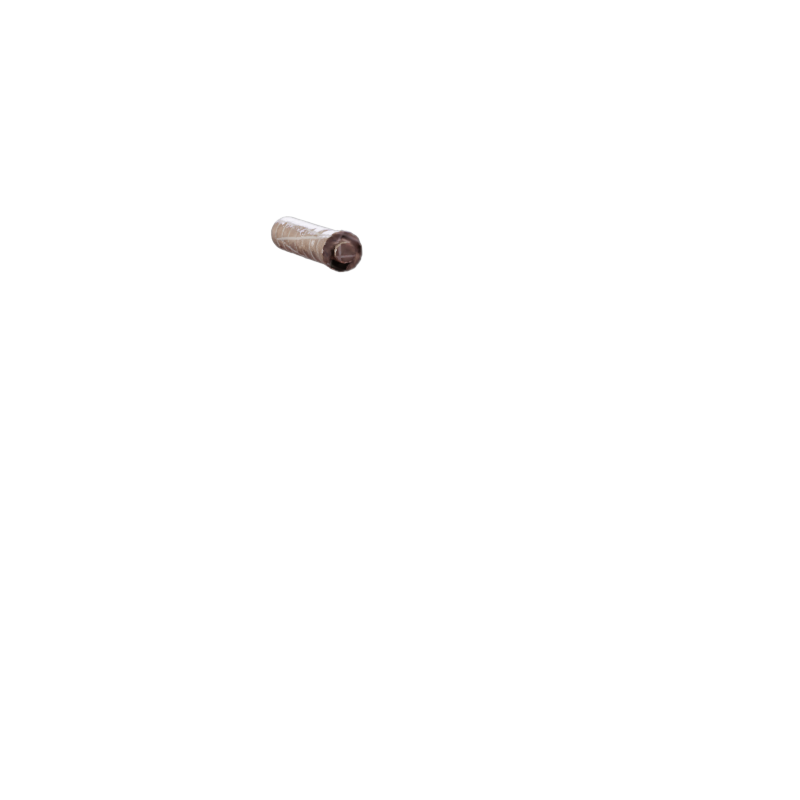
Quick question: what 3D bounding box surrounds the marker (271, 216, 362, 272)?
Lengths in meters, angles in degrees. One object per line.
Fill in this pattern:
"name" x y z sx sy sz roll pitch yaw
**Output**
"marker" -0.043 -0.078 0.544 0.019 0.019 0.126 -1 12 -17
